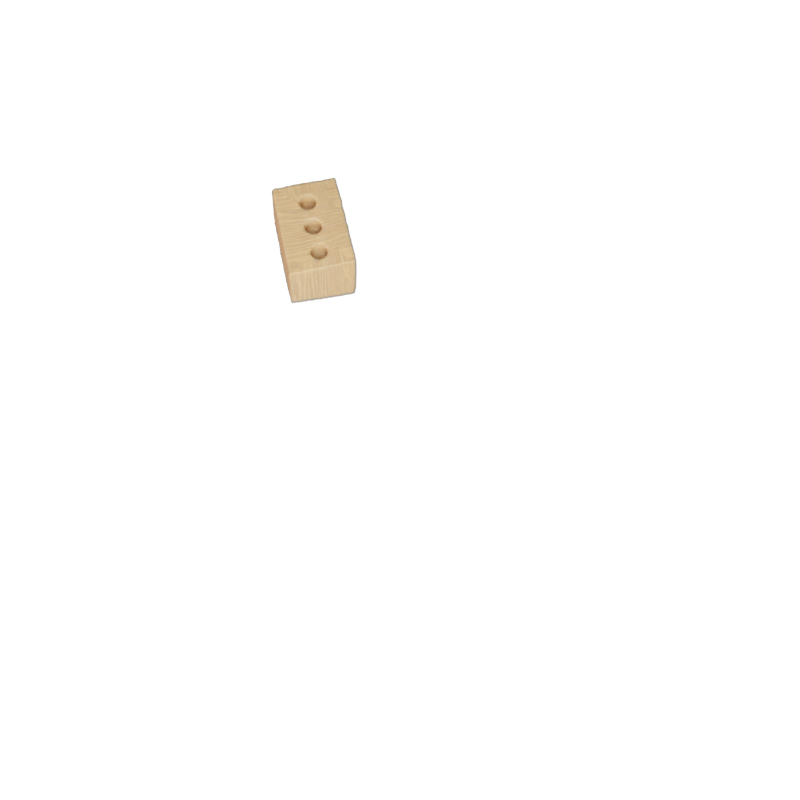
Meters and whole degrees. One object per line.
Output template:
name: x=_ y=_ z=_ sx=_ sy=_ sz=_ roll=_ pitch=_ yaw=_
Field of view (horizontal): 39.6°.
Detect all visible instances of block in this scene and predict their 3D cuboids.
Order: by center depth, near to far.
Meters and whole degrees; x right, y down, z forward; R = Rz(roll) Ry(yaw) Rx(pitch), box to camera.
block: x=-0.068 y=-0.123 z=0.862 sx=0.052 sy=0.083 sz=0.048 roll=-11 pitch=-25 yaw=-7
